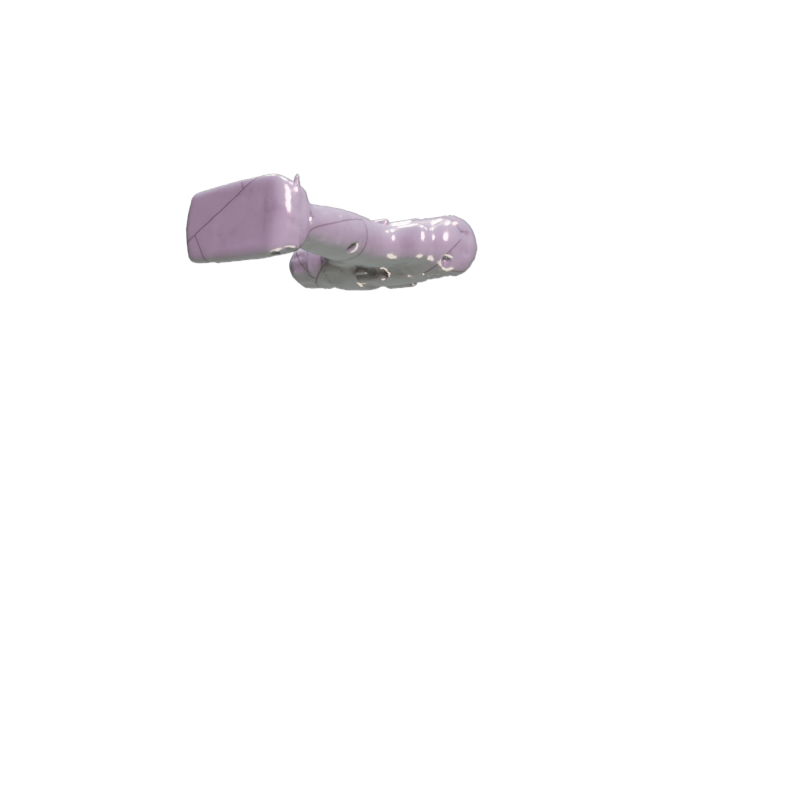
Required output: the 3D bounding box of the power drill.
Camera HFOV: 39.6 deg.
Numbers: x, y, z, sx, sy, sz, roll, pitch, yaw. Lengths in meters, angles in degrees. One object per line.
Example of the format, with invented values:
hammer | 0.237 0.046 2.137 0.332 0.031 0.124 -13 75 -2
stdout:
power drill | -0.065 -0.119 0.832 0.190 0.058 0.179 -4 -5 44
